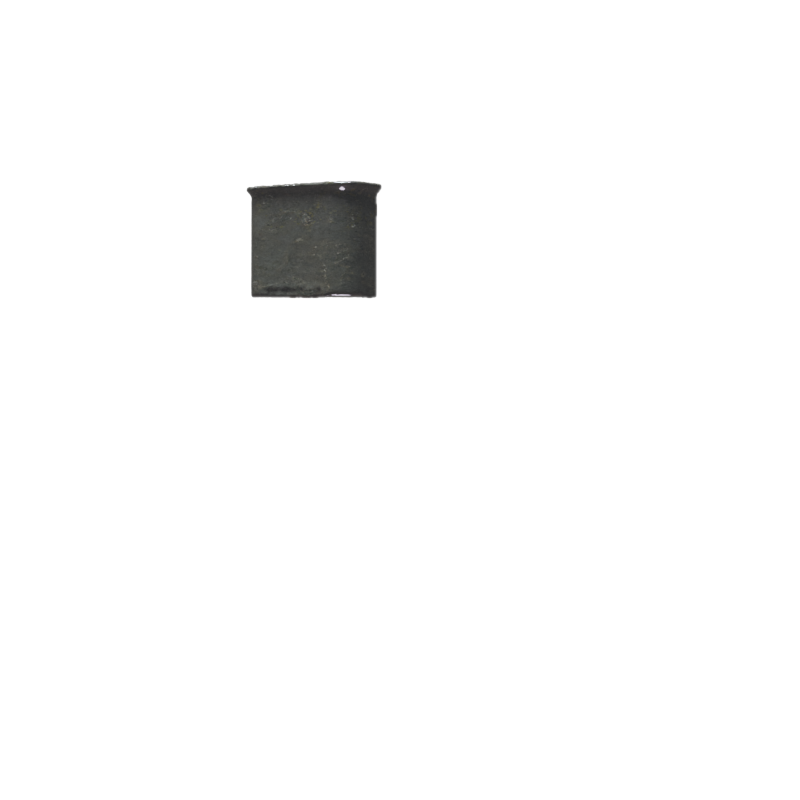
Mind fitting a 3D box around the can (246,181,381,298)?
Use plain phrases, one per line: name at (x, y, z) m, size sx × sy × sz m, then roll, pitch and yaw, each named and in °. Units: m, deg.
can at (-0.065, -0.118, 0.829) m, size 0.106 × 0.084 × 0.055 m, roll 2°, pitch 2°, yaw 33°
